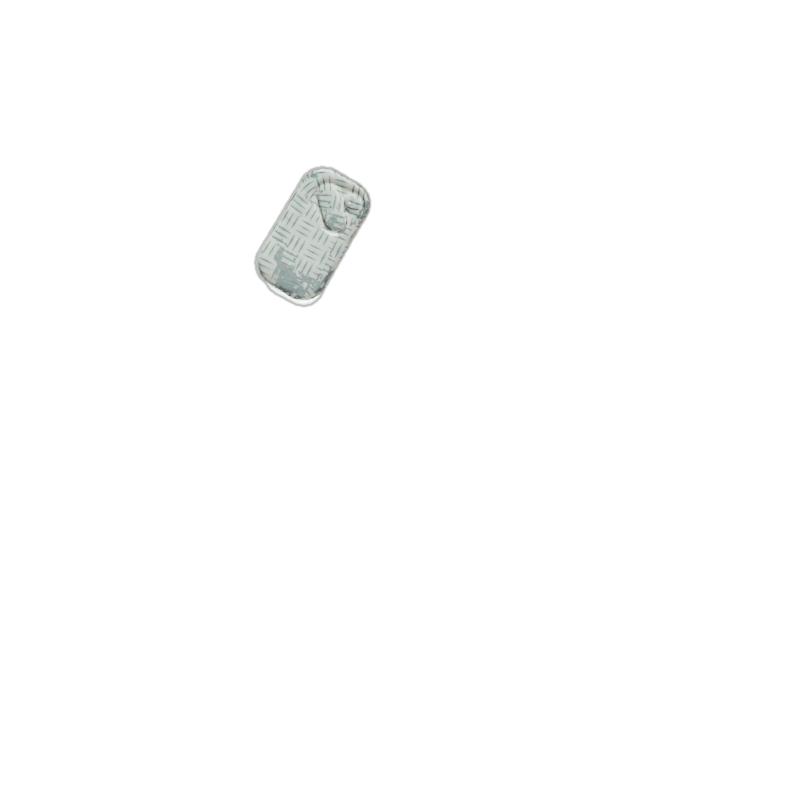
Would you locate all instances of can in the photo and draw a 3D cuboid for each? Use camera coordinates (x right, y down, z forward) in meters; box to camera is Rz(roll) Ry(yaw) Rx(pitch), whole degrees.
[{"bbox_3d":[-0.069,-0.126,0.880,0.058,0.103,0.083,30,-6,-1],"label":"can"}]
